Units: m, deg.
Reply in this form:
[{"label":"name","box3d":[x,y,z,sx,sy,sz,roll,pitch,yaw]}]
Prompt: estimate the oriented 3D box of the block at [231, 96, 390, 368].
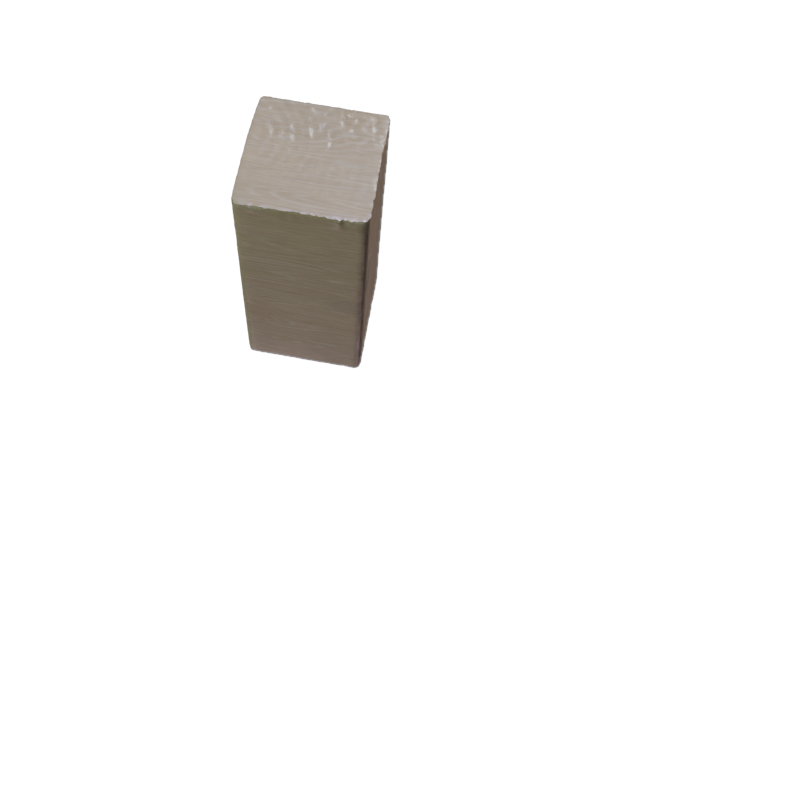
[{"label":"block","box3d":[-0.063,-0.113,0.795,0.091,0.095,0.194,10,-27,2]}]
